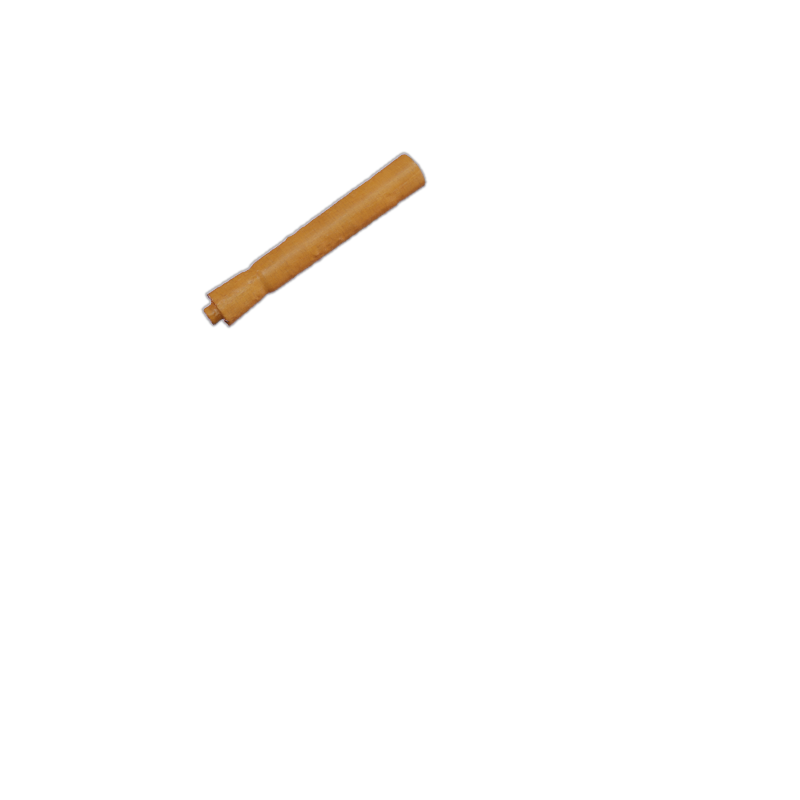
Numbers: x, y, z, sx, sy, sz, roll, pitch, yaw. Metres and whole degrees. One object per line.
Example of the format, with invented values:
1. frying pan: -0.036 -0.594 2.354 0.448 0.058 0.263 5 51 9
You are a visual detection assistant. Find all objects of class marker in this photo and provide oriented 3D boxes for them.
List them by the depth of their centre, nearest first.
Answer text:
1. marker: -0.040 -0.074 0.516 0.121 0.019 0.020 -37 12 -11
